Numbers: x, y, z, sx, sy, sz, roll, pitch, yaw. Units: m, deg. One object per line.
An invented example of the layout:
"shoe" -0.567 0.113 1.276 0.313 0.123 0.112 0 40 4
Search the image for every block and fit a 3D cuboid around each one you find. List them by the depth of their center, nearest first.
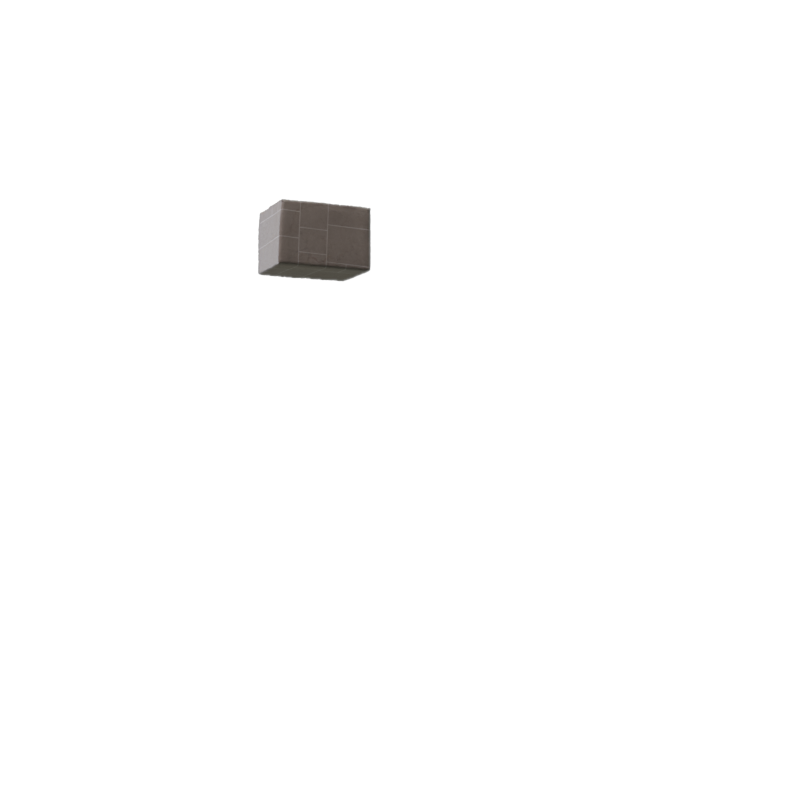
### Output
"block" -0.068 -0.125 0.875 0.075 0.053 0.053 3 -8 -24
